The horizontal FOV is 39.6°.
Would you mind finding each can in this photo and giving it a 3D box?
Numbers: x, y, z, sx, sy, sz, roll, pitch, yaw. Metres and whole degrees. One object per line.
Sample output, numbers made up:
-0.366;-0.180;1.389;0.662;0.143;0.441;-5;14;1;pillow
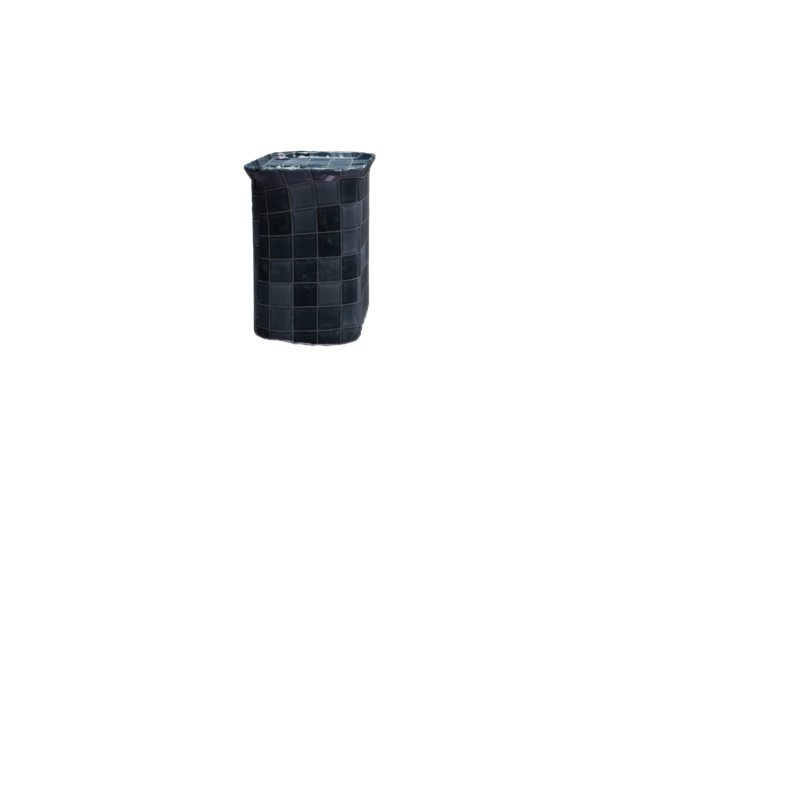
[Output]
-0.043;-0.079;0.554;0.058;0.082;0.104;1;14;4;can
